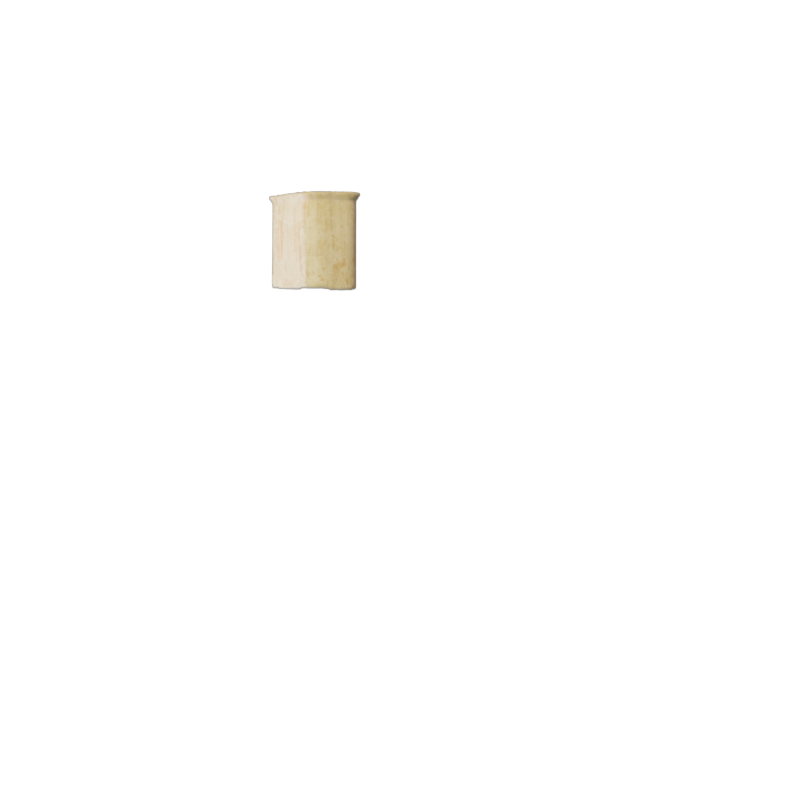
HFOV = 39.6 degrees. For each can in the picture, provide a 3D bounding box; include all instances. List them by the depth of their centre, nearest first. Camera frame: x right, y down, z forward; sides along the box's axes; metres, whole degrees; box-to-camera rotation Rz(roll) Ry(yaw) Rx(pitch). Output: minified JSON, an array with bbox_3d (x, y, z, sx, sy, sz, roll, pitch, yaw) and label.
[{"bbox_3d":[-0.077,-0.140,0.977,0.056,0.084,0.105,-1,4,-26],"label":"can"}]
